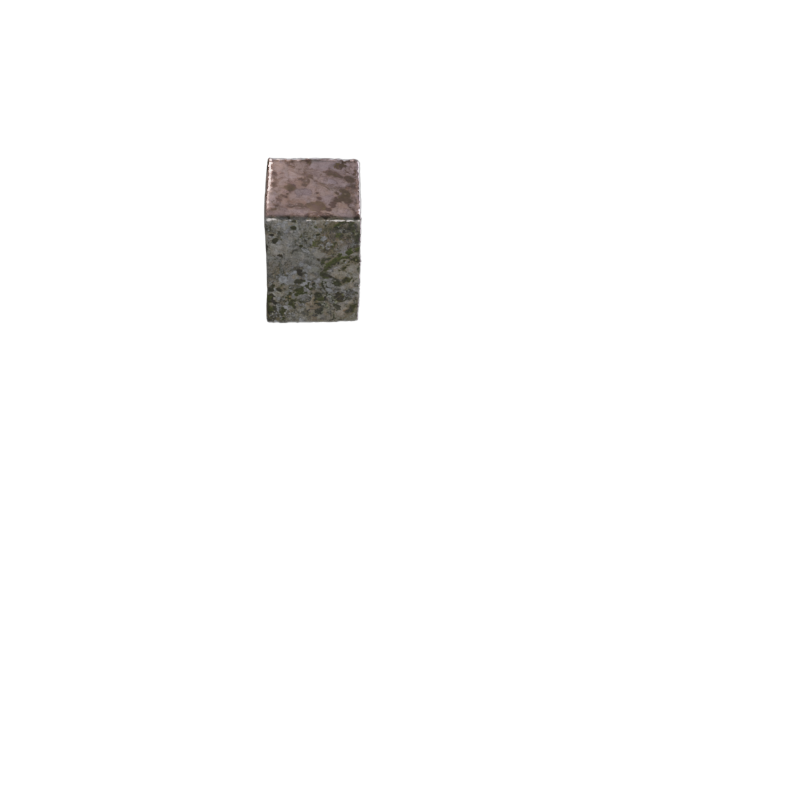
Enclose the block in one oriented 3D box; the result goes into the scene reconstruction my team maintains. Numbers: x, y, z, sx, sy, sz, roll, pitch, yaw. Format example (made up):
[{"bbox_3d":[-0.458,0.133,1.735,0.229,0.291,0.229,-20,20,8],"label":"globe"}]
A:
[{"bbox_3d":[-0.048,-0.087,0.611,0.053,0.073,0.055,1,45,-3],"label":"block"}]
